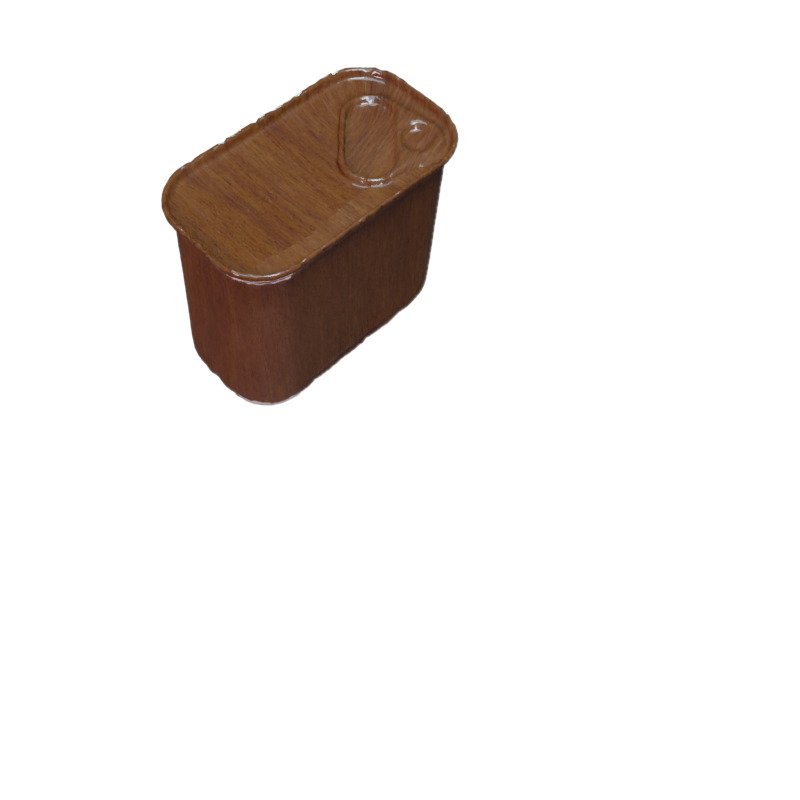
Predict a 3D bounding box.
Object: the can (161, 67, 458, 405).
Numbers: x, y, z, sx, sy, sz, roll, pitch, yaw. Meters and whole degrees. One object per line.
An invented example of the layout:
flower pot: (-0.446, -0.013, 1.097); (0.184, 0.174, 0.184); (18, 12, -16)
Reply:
can: (-0.031, -0.057, 0.399); (0.103, 0.061, 0.078); (-39, -24, -25)
